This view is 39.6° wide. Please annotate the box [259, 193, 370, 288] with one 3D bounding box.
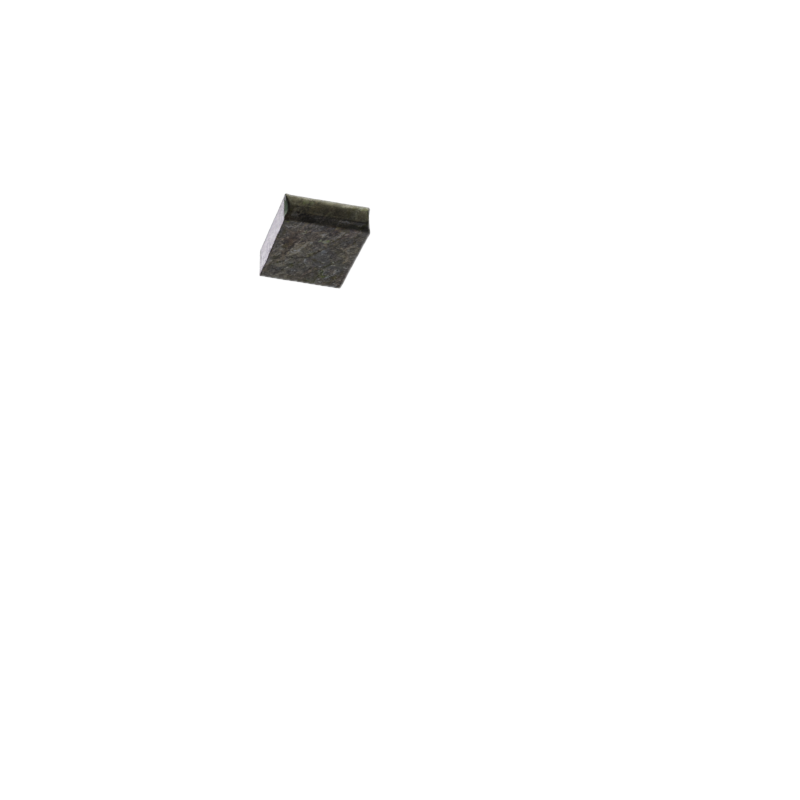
[{"bbox_3d":[-0.072,-0.132,0.921,0.071,0.032,0.086,9,-31,-15],"label":"box"}]
